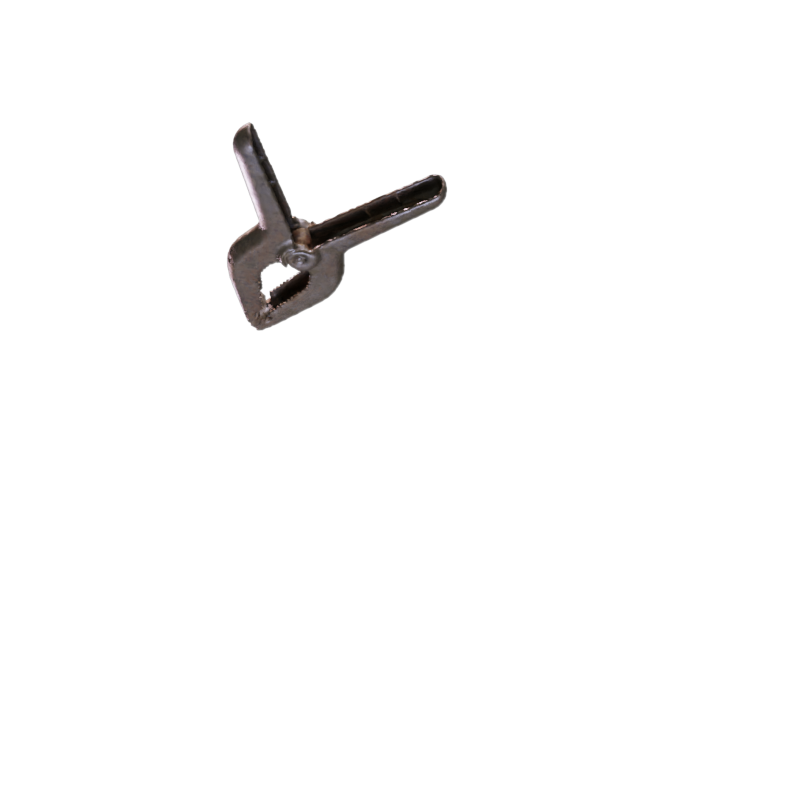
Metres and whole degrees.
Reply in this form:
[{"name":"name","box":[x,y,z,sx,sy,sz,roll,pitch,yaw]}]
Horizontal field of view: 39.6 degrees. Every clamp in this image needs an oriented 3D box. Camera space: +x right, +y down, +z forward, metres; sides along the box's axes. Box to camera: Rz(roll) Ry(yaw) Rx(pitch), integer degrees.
[{"name":"clamp","box":[-0.068,-0.124,0.865,0.161,0.039,0.200,10,-38,-14]}]
